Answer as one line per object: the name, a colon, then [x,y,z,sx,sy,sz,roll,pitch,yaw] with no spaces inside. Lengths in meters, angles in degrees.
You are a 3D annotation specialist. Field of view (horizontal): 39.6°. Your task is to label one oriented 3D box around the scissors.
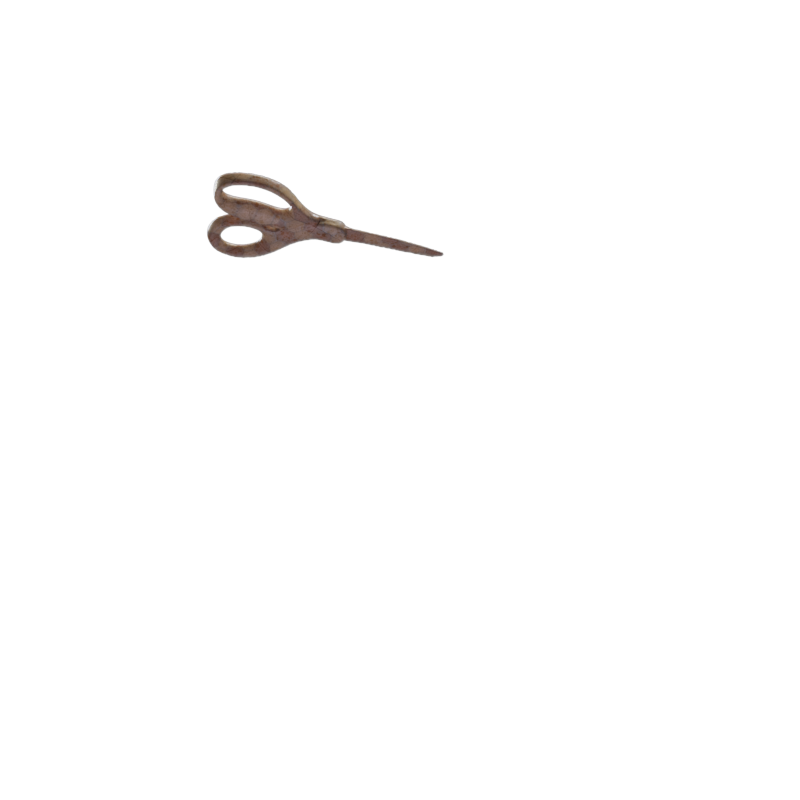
scissors: [-0.072,-0.131,0.920,0.192,0.017,0.094,22,-43,-26]
